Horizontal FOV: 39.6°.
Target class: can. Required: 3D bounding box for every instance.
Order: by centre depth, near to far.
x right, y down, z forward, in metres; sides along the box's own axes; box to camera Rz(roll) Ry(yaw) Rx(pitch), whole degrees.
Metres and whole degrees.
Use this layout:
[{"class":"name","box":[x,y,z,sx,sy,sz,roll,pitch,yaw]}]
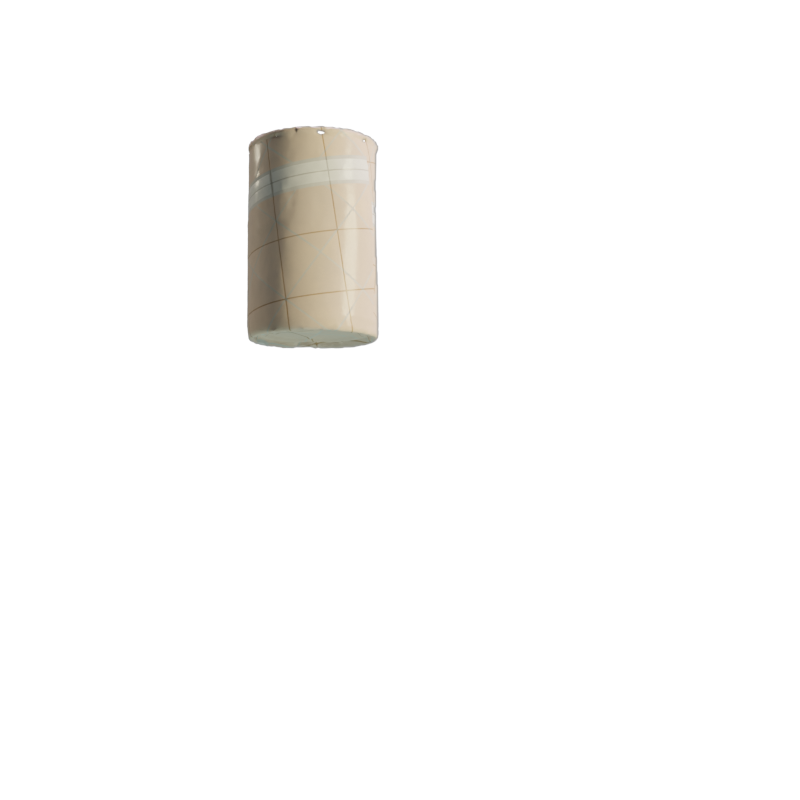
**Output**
[{"class":"can","box":[-0.044,-0.081,0.568,0.068,0.105,0.067,0,-11,-2]}]
